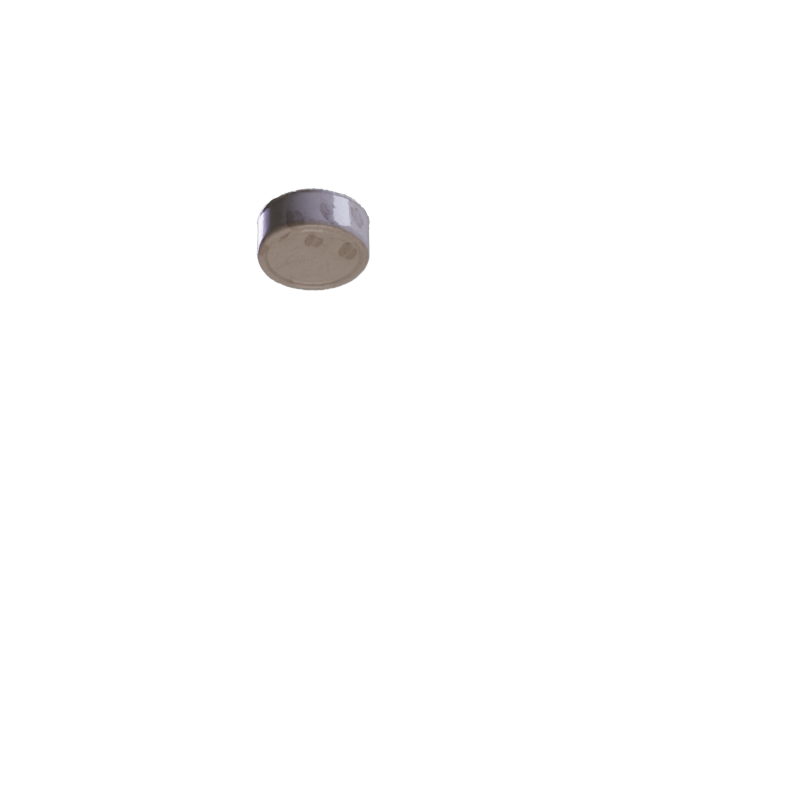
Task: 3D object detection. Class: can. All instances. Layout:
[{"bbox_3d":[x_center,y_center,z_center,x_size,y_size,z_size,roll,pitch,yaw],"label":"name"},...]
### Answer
[{"bbox_3d":[-0.065,-0.119,0.834,0.086,0.036,0.080,1,-33,-2],"label":"can"}]
